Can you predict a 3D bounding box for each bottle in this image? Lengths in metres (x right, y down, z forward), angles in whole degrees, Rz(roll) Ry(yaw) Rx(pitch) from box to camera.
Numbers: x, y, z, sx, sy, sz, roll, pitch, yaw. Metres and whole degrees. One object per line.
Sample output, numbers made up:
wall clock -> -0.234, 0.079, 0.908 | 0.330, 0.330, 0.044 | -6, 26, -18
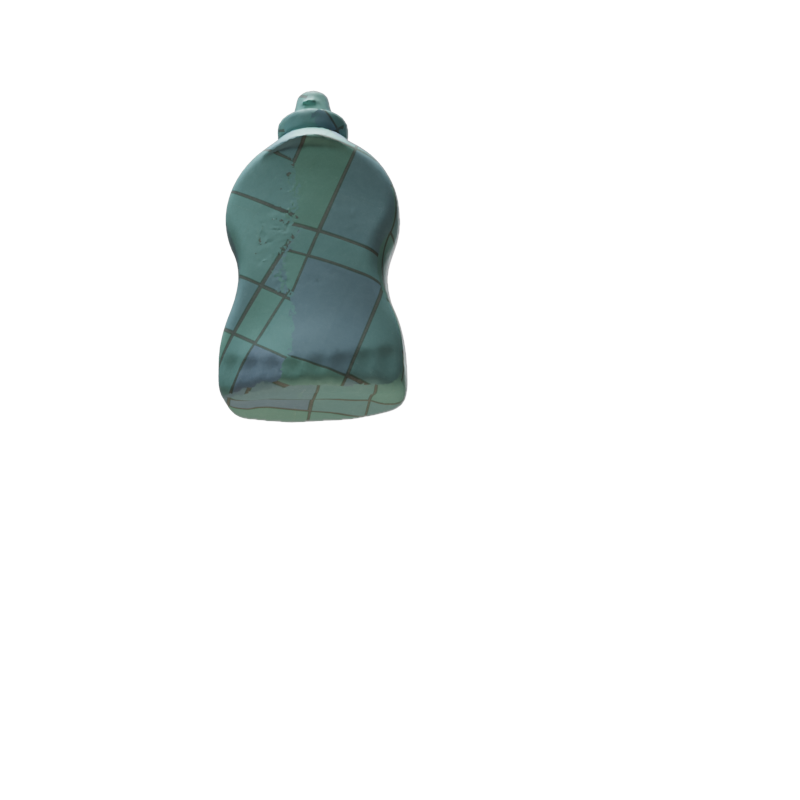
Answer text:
bottle -> -0.048, -0.087, 0.610 | 0.097, 0.203, 0.054 | -5, -27, 7
